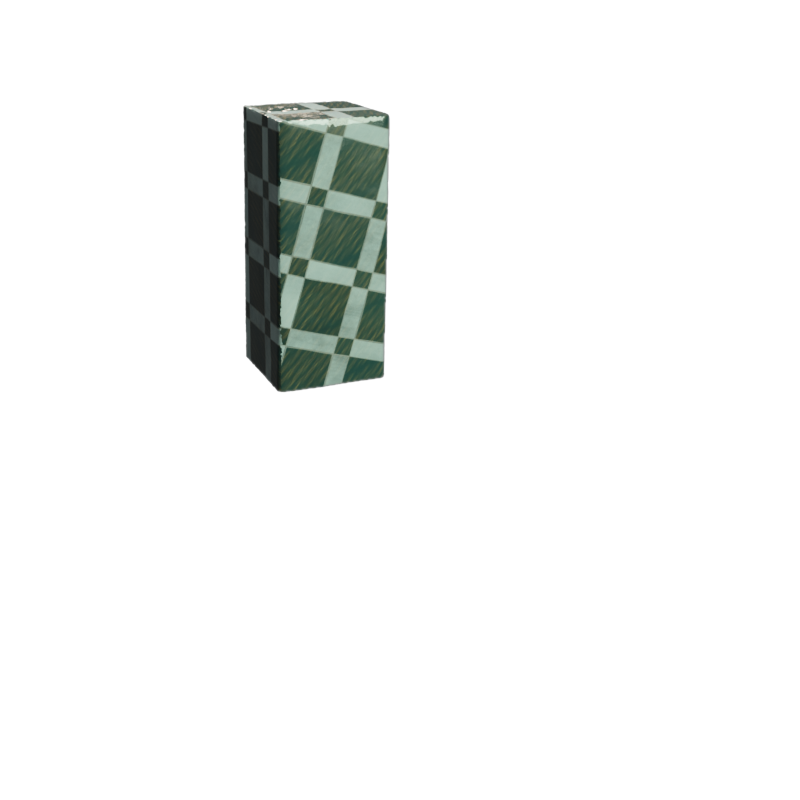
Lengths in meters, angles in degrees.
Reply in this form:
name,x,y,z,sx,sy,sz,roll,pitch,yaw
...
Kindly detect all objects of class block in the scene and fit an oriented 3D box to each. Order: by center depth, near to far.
name,x,y,z,sx,sy,sz,roll,pitch,yaw
block,-0.067,-0.123,0.862,0.088,0.199,0.096,-6,17,-23
